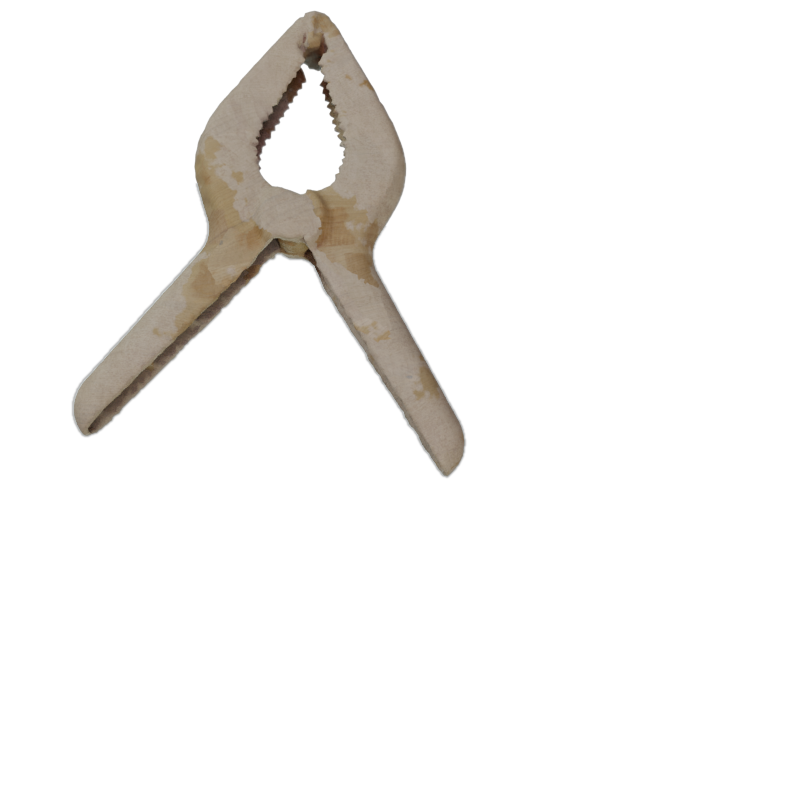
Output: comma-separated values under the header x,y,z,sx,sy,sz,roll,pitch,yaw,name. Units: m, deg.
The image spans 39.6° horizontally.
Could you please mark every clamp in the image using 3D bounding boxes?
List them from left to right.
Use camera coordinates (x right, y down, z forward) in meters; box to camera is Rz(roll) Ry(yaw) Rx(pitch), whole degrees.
x,y,z,sx,sy,sz,roll,pitch,yaw,name
-0.038,-0.070,0.491,0.165,0.217,0.035,12,-16,3,clamp
